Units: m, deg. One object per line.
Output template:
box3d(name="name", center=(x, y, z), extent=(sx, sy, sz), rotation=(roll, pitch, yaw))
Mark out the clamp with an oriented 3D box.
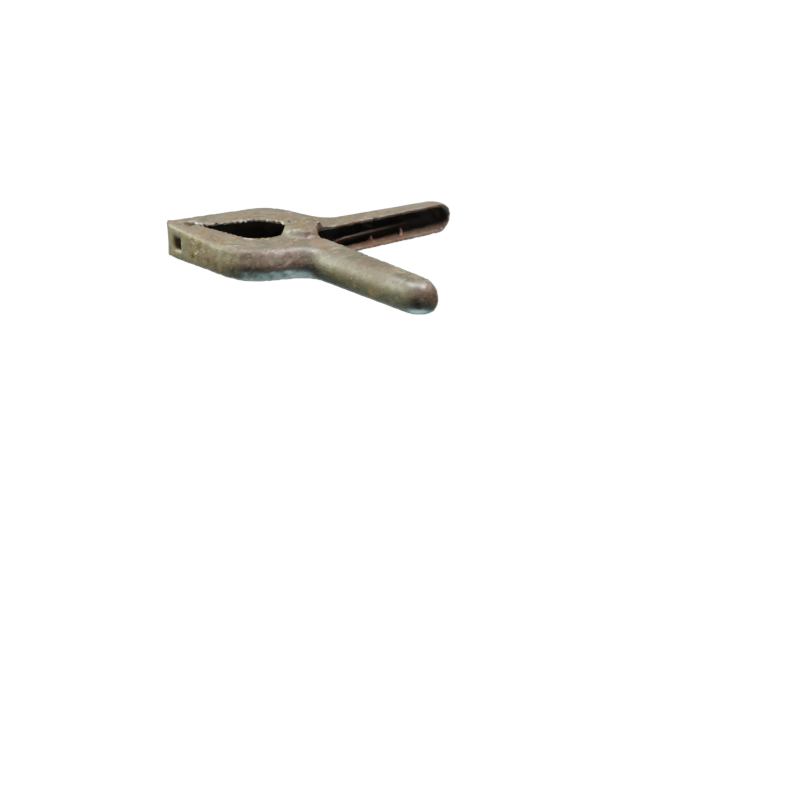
box3d(name="clamp", center=(-0.063, -0.115, 0.806), extent=(0.215, 0.034, 0.170), rotation=(7, 29, 13))
